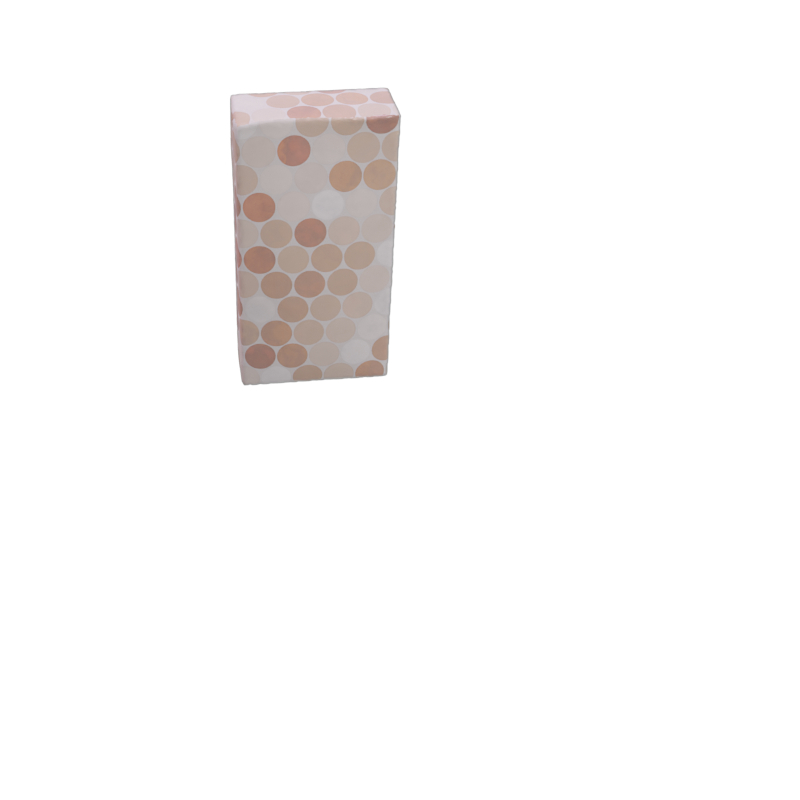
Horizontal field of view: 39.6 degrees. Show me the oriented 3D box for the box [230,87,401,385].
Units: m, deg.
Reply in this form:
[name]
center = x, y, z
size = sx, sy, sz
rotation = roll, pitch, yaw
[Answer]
[box]
center = -0.051, -0.093, 0.649
size = 0.092, 0.165, 0.052
rotation = -3, 36, -8
